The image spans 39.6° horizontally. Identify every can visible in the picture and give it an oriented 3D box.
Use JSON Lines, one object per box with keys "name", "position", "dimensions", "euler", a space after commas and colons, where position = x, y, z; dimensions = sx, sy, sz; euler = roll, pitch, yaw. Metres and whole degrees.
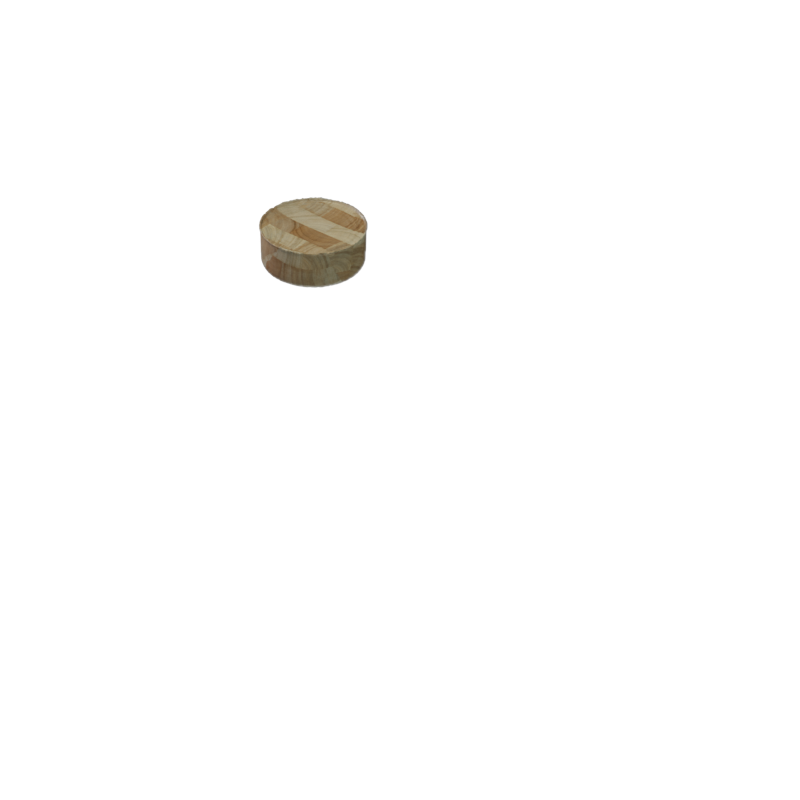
{"name": "can", "position": [-0.069, -0.126, 0.884], "dimensions": [0.086, 0.031, 0.092], "euler": [-1, 37, -2]}
